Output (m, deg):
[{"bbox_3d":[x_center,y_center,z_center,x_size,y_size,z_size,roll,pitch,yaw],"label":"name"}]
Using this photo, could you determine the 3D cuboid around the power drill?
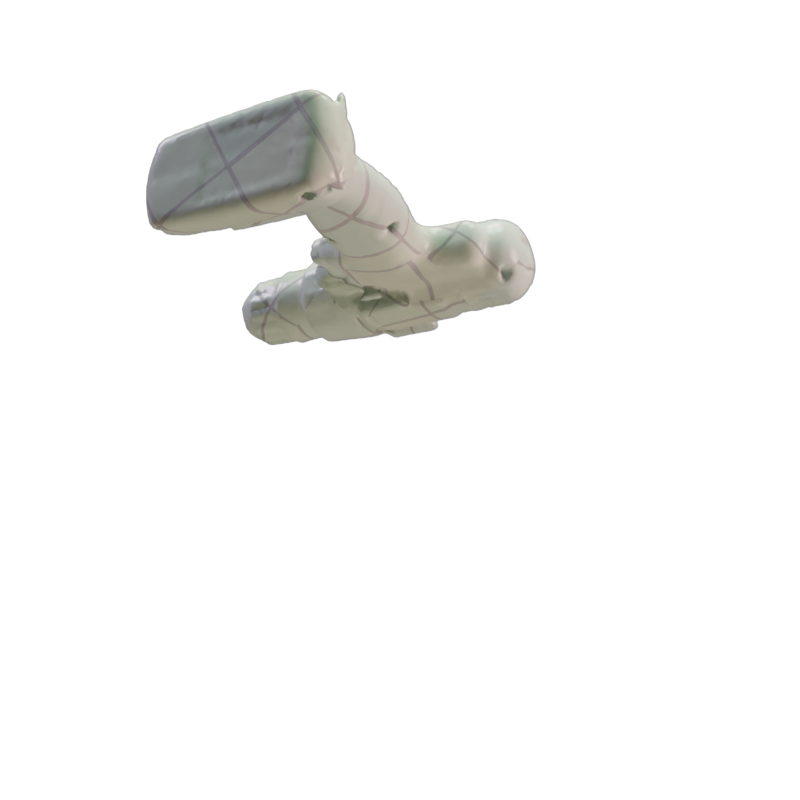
[{"bbox_3d":[-0.046,-0.083,0.585,0.188,0.060,0.175,-12,-23,29],"label":"power drill"}]
